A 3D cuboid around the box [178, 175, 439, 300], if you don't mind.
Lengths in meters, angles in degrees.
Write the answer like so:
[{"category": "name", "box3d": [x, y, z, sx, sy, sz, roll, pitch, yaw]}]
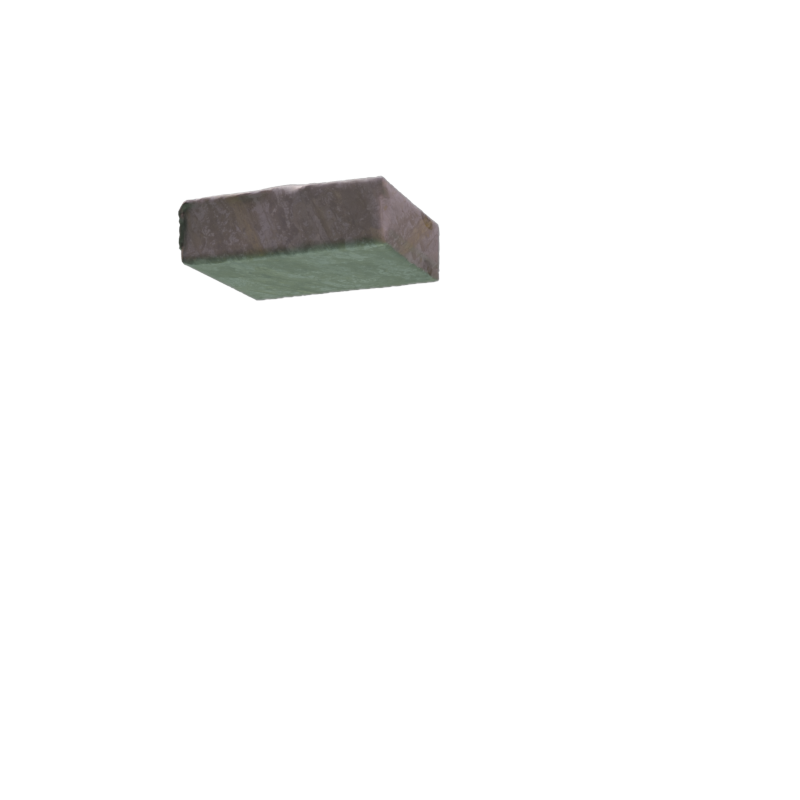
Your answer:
[{"category": "box", "box3d": [-0.036, -0.065, 0.458, 0.091, 0.031, 0.069, -3, -9, 20]}]
